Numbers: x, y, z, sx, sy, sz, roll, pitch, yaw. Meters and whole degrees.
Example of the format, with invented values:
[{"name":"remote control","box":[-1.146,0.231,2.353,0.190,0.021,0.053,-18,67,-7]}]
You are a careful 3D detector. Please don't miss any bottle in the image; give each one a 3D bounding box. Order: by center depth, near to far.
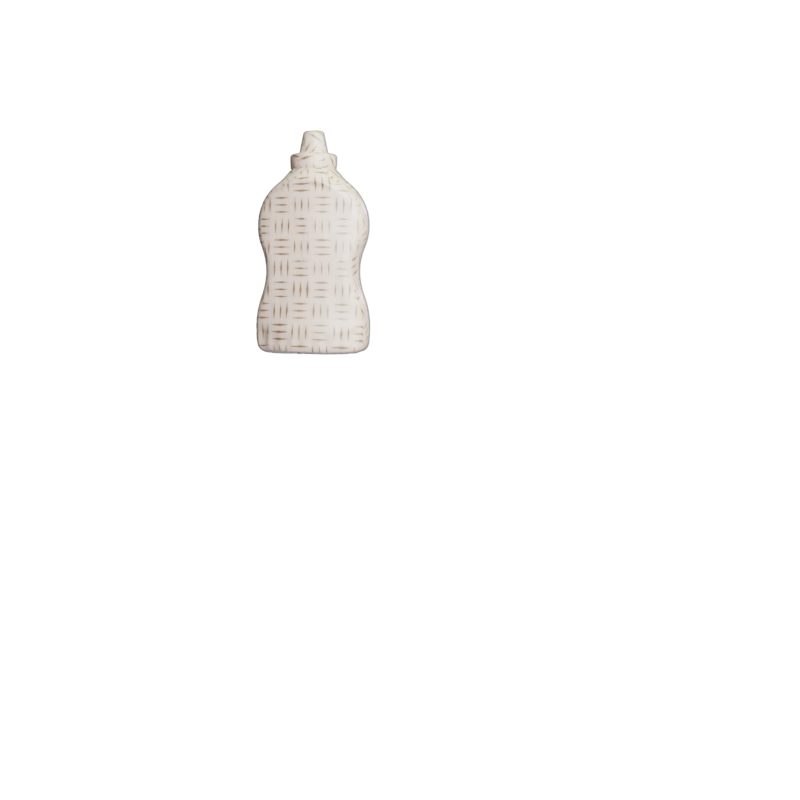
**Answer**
[{"name":"bottle","box":[-0.075,-0.137,0.960,0.098,0.192,0.057,0,-1,14]}]
